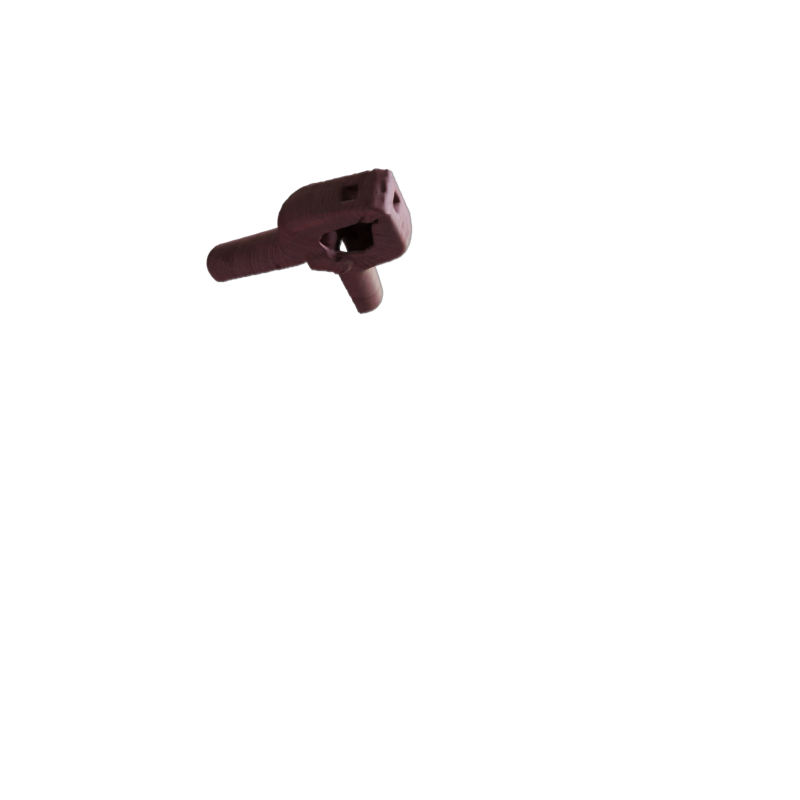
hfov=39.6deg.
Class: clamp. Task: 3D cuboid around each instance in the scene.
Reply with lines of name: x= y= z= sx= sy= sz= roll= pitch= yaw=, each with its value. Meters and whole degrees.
clamp: x=-0.053 y=-0.096 z=0.675 sx=0.118 sy=0.041 sz=0.166 roll=4 pitch=-19 yaw=-13
